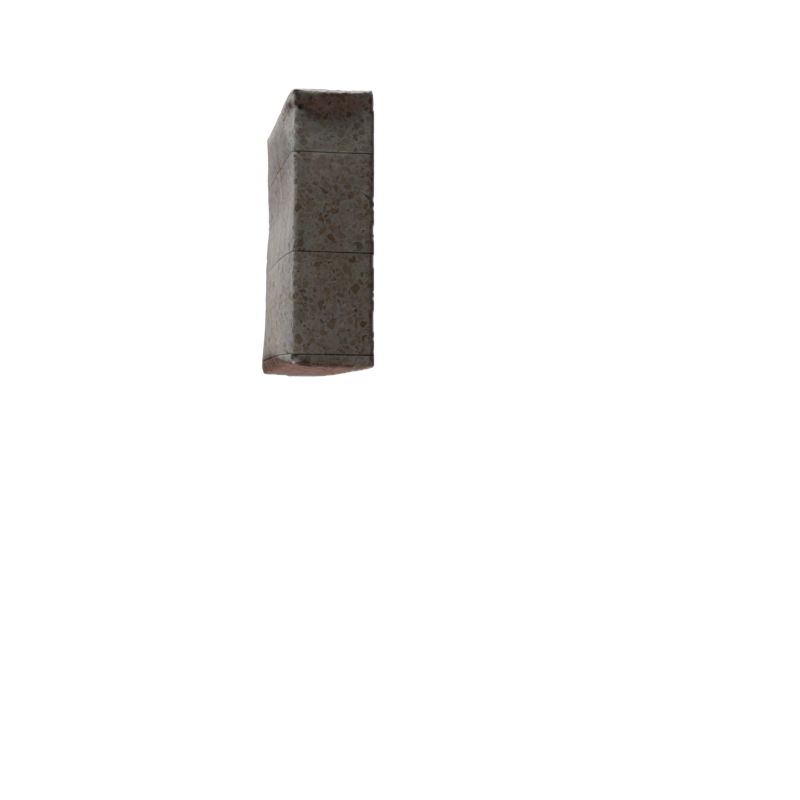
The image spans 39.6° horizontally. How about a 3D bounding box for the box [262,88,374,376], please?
[{"bbox_3d":[-0.070,-0.129,0.900,0.071,0.218,0.164,1,-6,-13],"label":"box"}]
